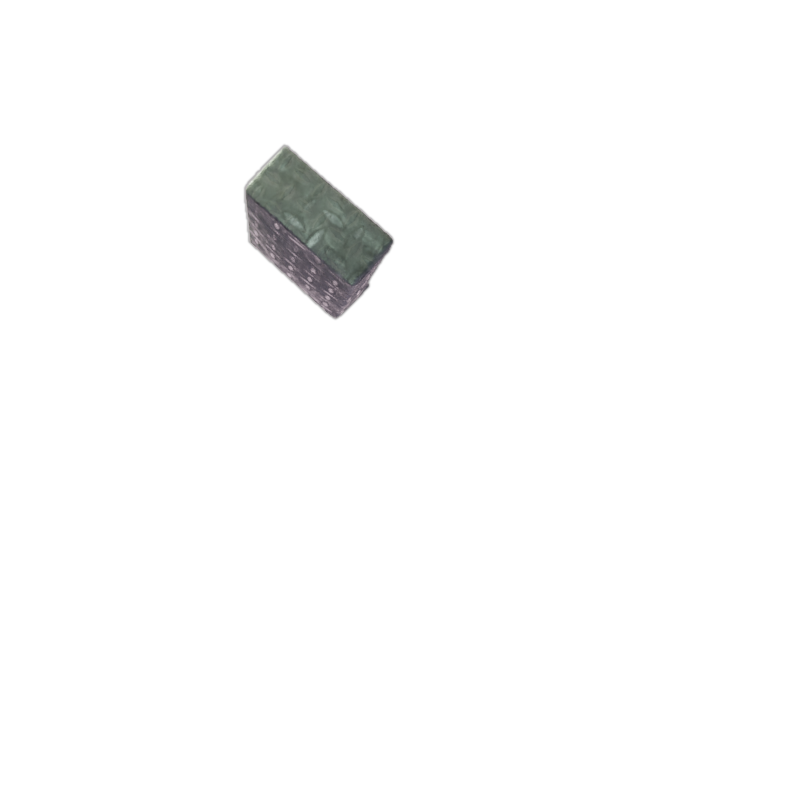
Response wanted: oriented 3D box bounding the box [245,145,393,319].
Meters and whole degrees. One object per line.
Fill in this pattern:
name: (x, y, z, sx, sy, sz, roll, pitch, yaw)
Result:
box: (-0.060, -0.108, 0.757, 0.094, 0.048, 0.174, 42, -4, -1)
